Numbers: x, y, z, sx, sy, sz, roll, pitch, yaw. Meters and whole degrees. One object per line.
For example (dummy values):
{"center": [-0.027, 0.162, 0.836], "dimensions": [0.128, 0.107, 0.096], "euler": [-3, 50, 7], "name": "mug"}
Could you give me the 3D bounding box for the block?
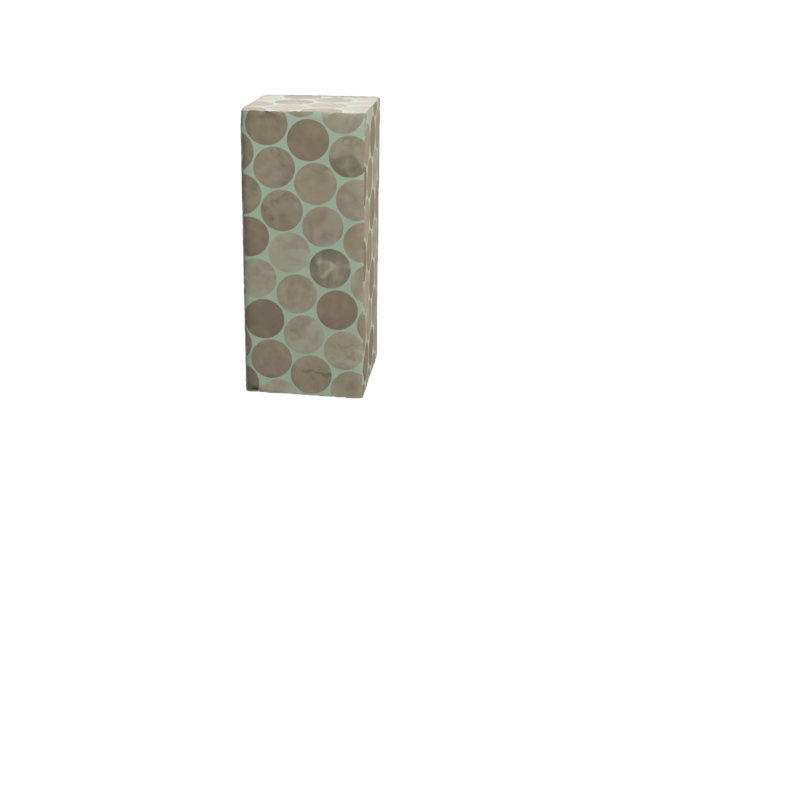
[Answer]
{"center": [-0.065, -0.117, 0.818], "dimensions": [0.091, 0.199, 0.093], "euler": [3, 17, 6], "name": "block"}
